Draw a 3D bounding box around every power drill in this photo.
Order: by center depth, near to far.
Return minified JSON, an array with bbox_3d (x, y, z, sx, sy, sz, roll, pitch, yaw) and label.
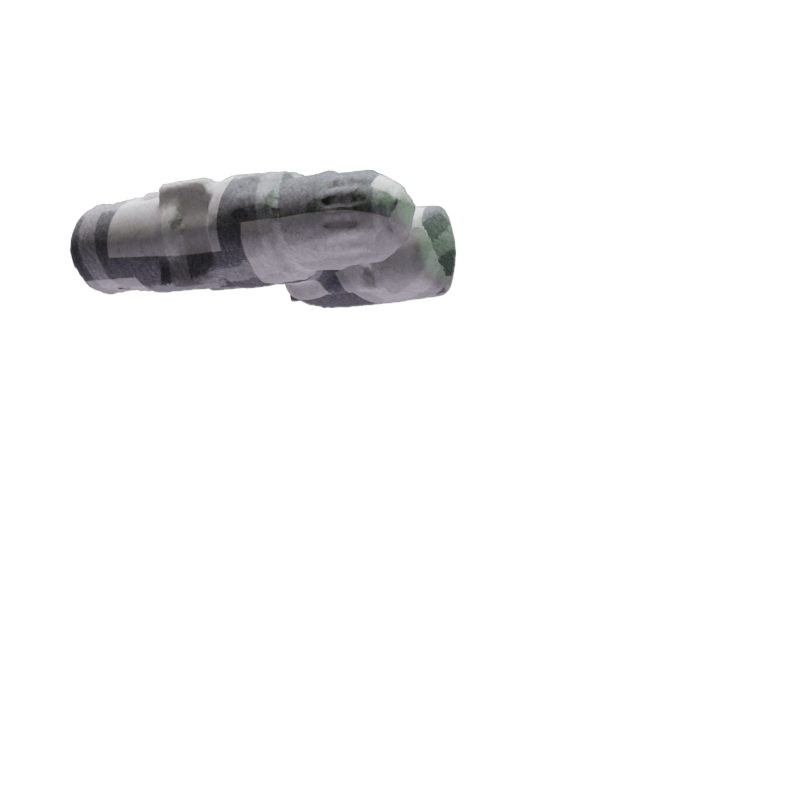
[{"bbox_3d":[-0.045,-0.081,0.570,0.190,0.058,0.180,0,1,31],"label":"power drill"}]
